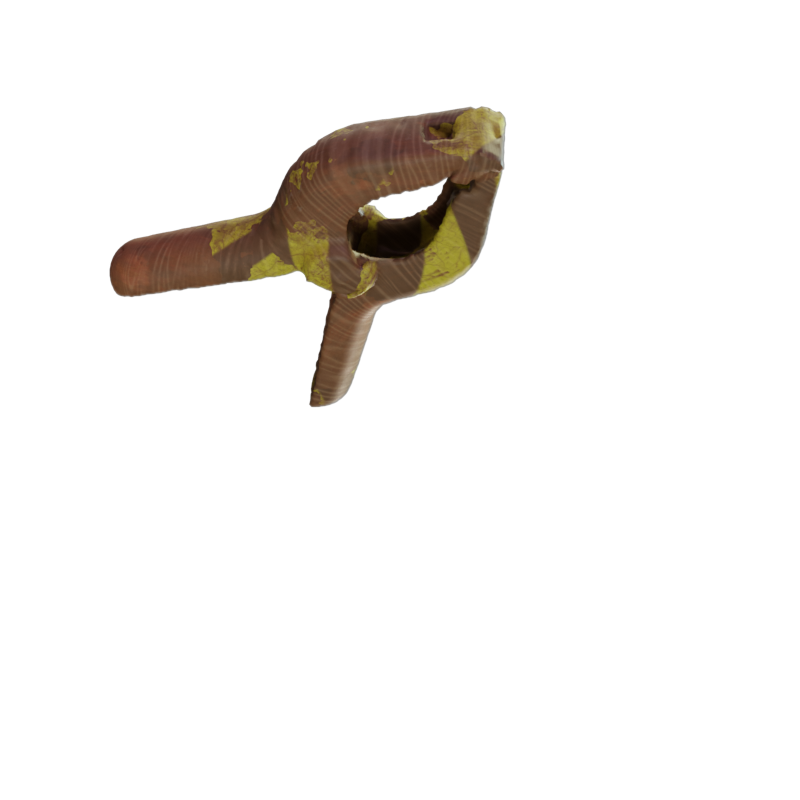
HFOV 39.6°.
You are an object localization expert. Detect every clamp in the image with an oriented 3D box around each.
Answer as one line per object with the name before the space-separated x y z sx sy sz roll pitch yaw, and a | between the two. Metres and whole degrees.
clamp | -0.034 -0.061 0.430 0.115 0.042 0.167 22 -43 -26
